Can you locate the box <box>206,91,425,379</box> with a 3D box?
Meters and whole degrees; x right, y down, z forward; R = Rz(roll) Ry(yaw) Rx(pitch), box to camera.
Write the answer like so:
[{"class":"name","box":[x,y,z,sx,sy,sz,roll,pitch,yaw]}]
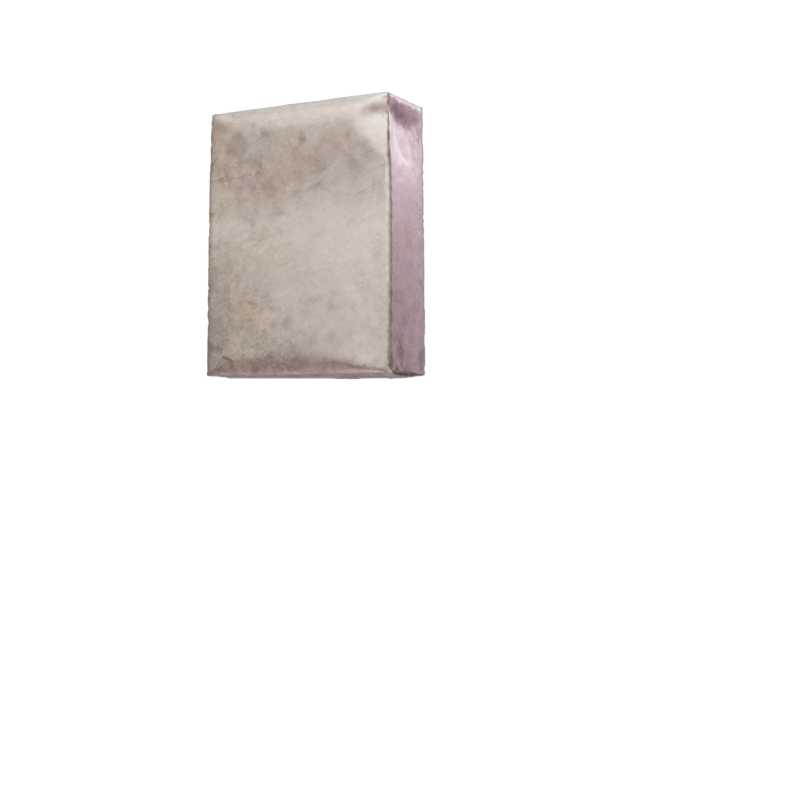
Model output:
[{"class":"box","box":[-0.068,-0.124,0.871,0.169,0.217,0.069,-2,-6,27]}]
